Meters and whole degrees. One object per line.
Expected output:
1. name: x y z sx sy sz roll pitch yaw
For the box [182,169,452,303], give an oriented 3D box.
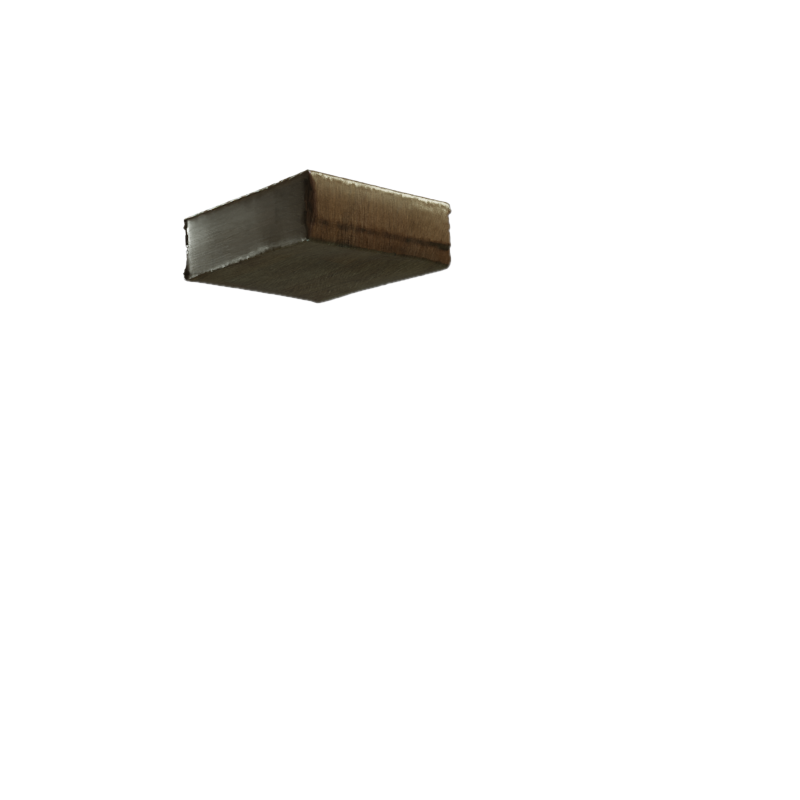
1. box: -0.044 -0.080 0.561 0.085 0.040 0.116 8 -12 -39
